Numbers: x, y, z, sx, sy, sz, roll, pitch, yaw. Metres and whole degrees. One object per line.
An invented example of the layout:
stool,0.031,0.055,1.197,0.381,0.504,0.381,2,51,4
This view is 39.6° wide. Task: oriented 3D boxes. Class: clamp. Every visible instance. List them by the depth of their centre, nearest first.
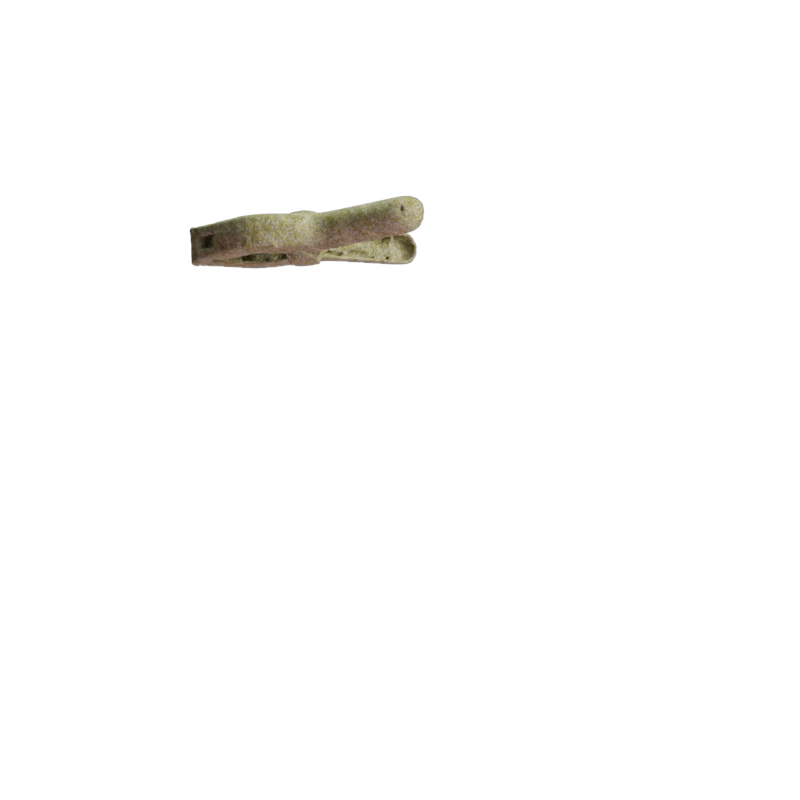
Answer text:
clamp,-0.063,-0.115,0.806,0.173,0.041,0.114,-2,-13,9
